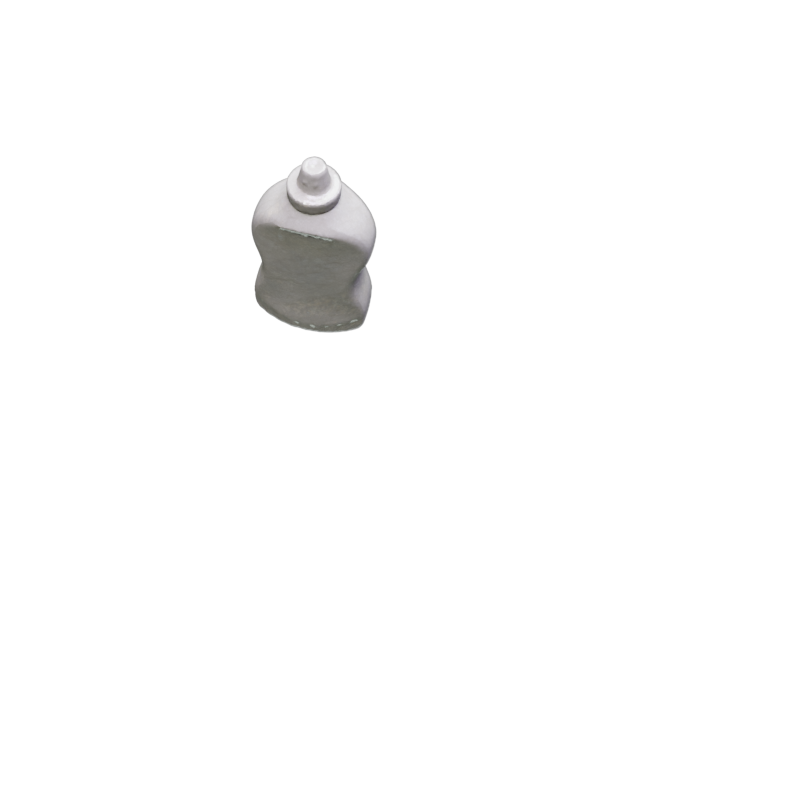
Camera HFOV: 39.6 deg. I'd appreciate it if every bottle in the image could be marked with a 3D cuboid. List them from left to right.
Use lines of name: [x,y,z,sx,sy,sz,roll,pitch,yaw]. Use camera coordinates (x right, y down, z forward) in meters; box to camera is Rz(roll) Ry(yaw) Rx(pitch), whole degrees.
bottle: [-0.068,-0.125,0.870,0.097,0.061,0.180,16,-28,5]
